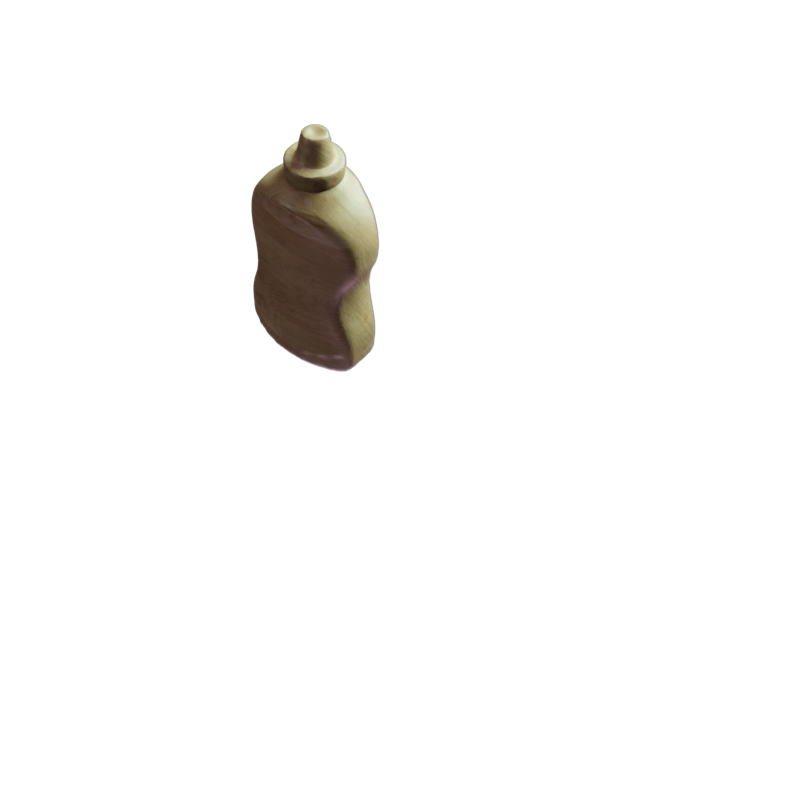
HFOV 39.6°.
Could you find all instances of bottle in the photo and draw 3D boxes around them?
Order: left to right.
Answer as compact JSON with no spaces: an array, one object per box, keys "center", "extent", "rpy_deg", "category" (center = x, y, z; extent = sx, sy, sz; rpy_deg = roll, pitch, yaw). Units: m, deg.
[{"center":[-0.059,-0.109,0.762],"extent":[0.102,0.179,0.059],"rpy_deg":[36,56,25],"category":"bottle"}]
